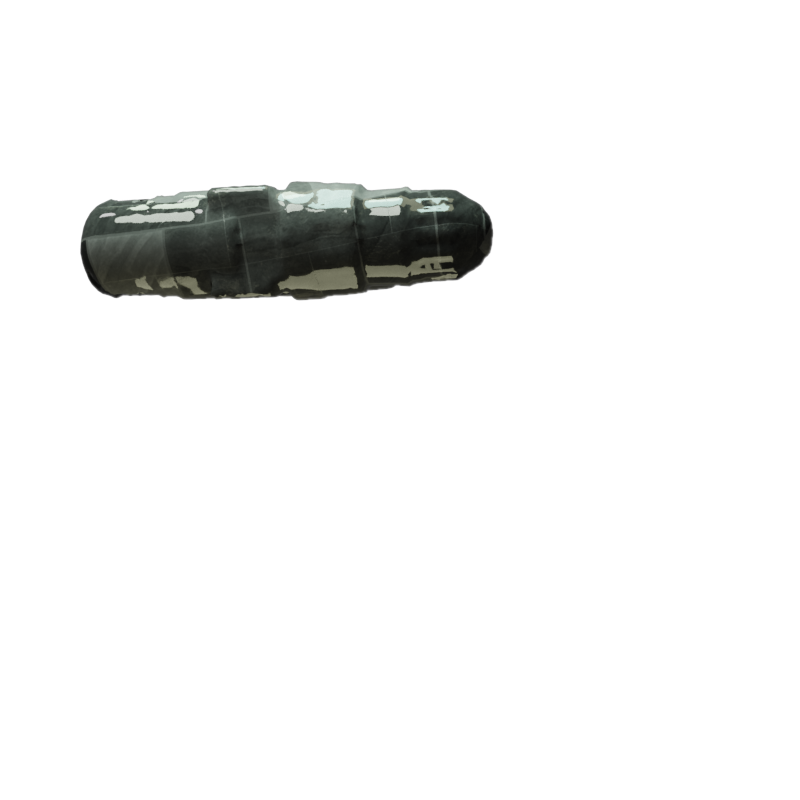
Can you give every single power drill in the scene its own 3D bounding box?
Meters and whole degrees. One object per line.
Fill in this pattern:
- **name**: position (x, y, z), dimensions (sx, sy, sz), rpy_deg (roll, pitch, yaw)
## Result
- **power drill**: position (-0.044, -0.080, 0.559), dimensions (0.187, 0.057, 0.186), rpy_deg (1, 5, 9)
